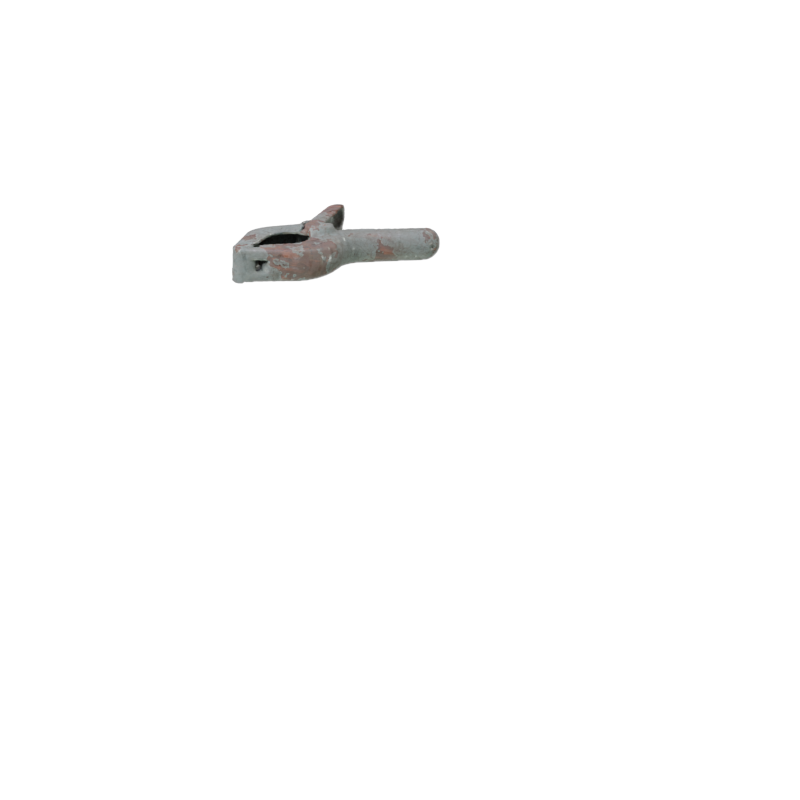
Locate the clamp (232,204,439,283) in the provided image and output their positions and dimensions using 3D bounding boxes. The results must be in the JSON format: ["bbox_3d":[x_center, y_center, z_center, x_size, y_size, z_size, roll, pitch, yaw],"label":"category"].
[{"bbox_3d":[-0.068,-0.124,0.872,0.167,0.038,0.127,-12,21,-35],"label":"clamp"}]
